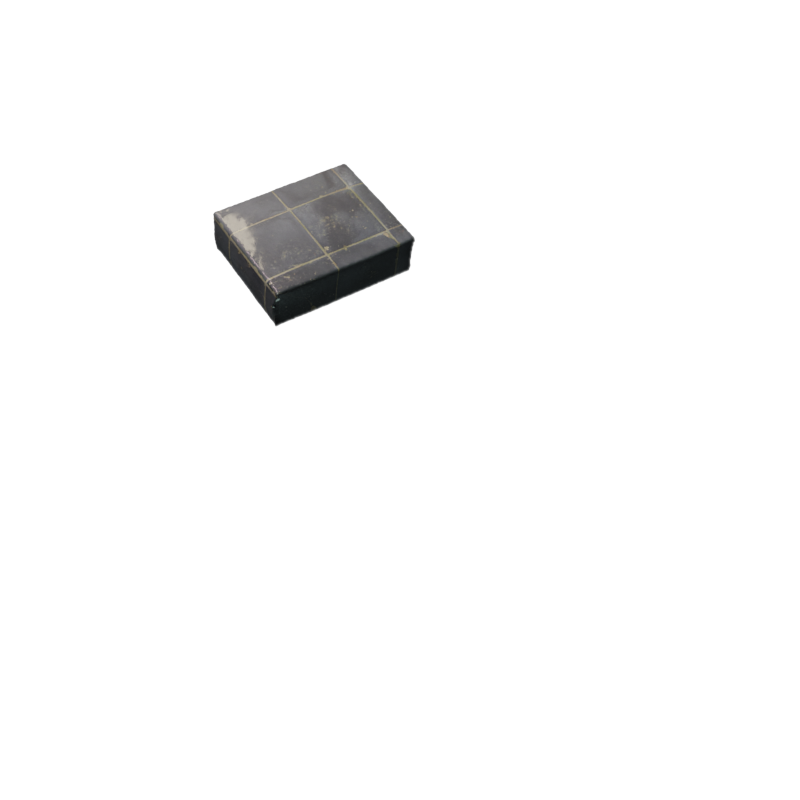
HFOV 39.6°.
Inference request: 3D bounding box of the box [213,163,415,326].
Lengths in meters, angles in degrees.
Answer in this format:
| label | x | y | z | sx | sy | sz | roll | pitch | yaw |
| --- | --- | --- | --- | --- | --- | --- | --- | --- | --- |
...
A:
| label | x | y | z | sx | sy | sz | roll | pitch | yaw |
| --- | --- | --- | --- | --- | --- | --- | --- | --- | --- |
| box | -0.061 | -0.111 | 0.775 | 0.113 | 0.036 | 0.097 | -26 | 54 | -21 |
